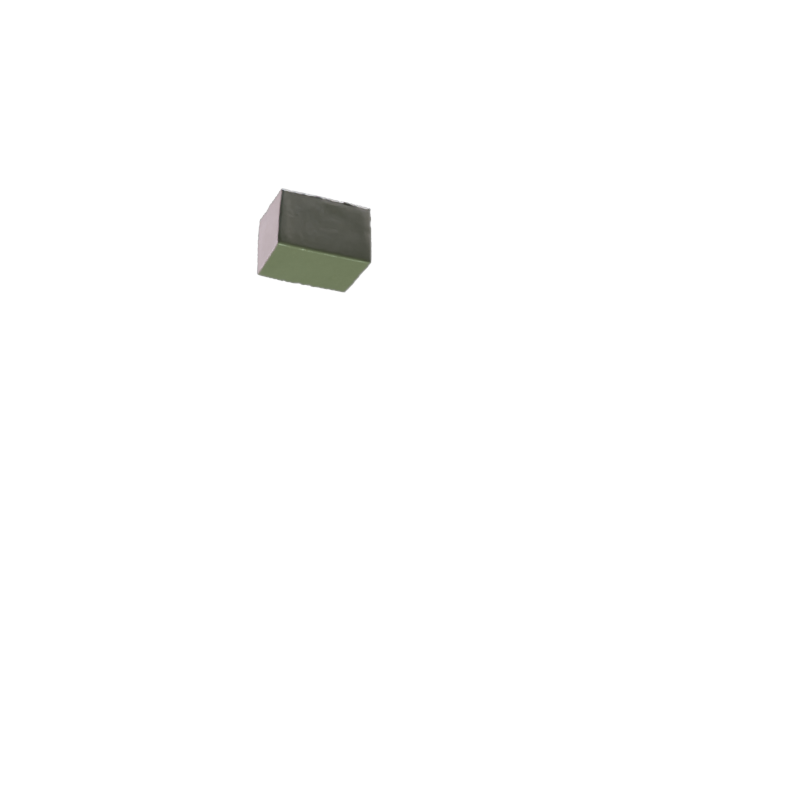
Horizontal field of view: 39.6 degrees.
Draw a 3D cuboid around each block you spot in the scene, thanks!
[{"bbox_3d":[-0.068,-0.123,0.864,0.075,0.054,0.051,10,-30,-21],"label":"block"}]
